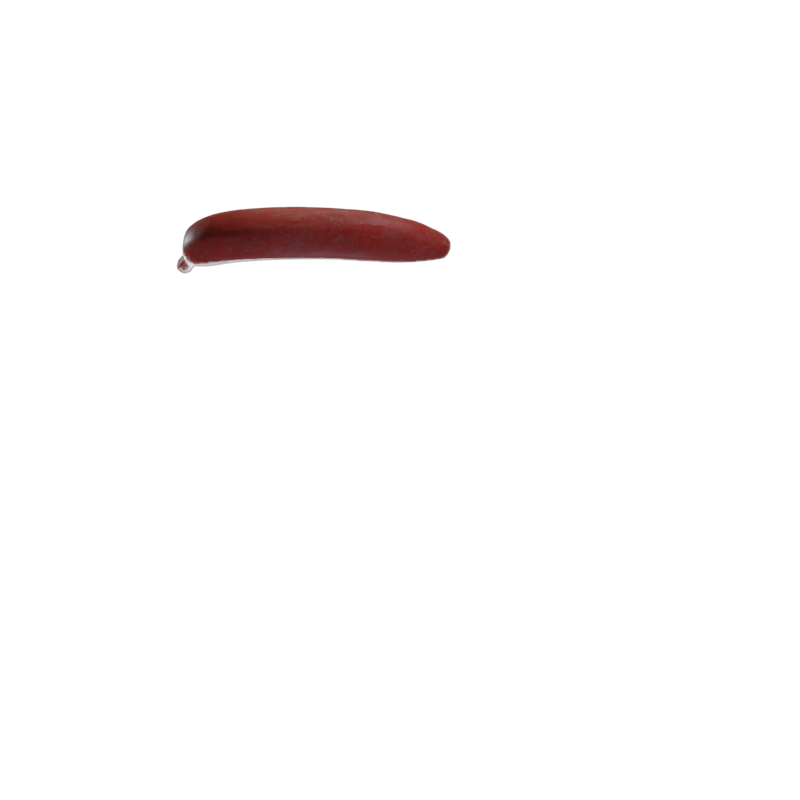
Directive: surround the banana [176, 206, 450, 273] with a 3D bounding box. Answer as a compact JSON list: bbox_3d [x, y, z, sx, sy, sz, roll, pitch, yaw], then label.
[{"bbox_3d":[-0.067,-0.111,0.759,0.200,0.037,0.068,0,-3,10],"label":"banana"}]
